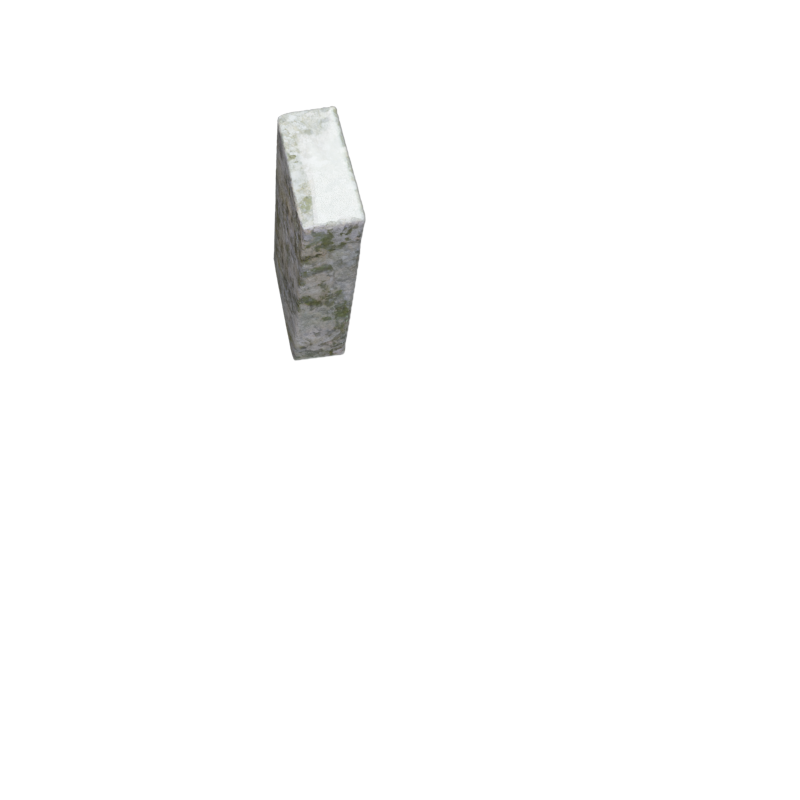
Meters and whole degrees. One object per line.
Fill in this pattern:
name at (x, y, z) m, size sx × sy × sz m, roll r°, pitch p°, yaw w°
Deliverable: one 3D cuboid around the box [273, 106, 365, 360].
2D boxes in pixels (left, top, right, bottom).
box at (-0.059, -0.108, 0.752) m, size 0.048 × 0.100 × 0.166 m, roll -9°, pitch -27°, yaw -9°
